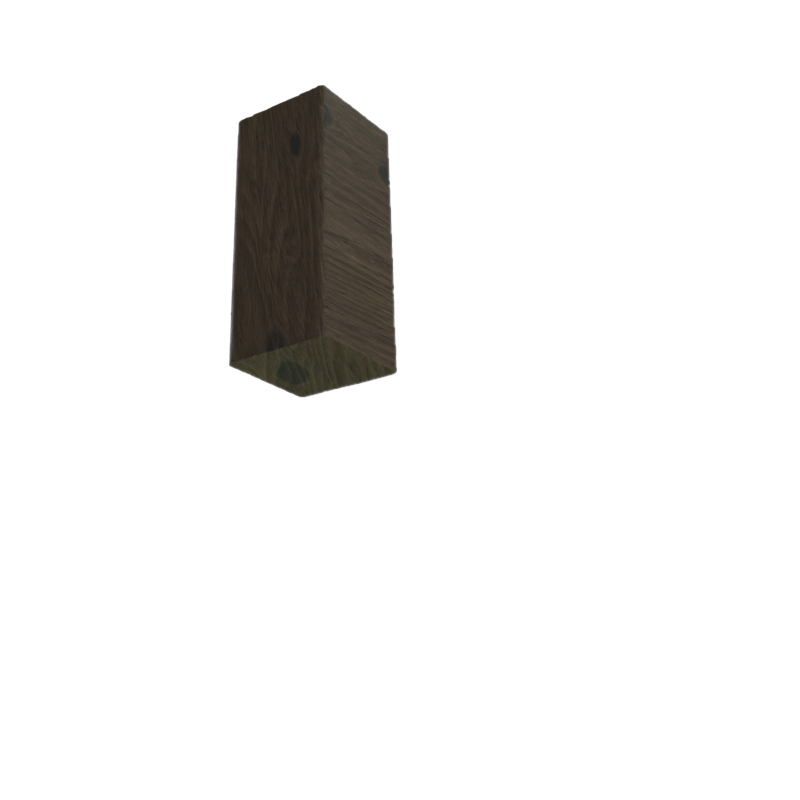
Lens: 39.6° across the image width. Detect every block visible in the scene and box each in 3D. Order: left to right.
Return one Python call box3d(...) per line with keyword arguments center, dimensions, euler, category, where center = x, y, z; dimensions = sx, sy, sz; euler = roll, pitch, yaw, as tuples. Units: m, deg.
box3d(center=(-0.066, -0.120, 0.840), dimensions=(0.091, 0.218, 0.084), euler=(-18, -30, 31), category="block")
